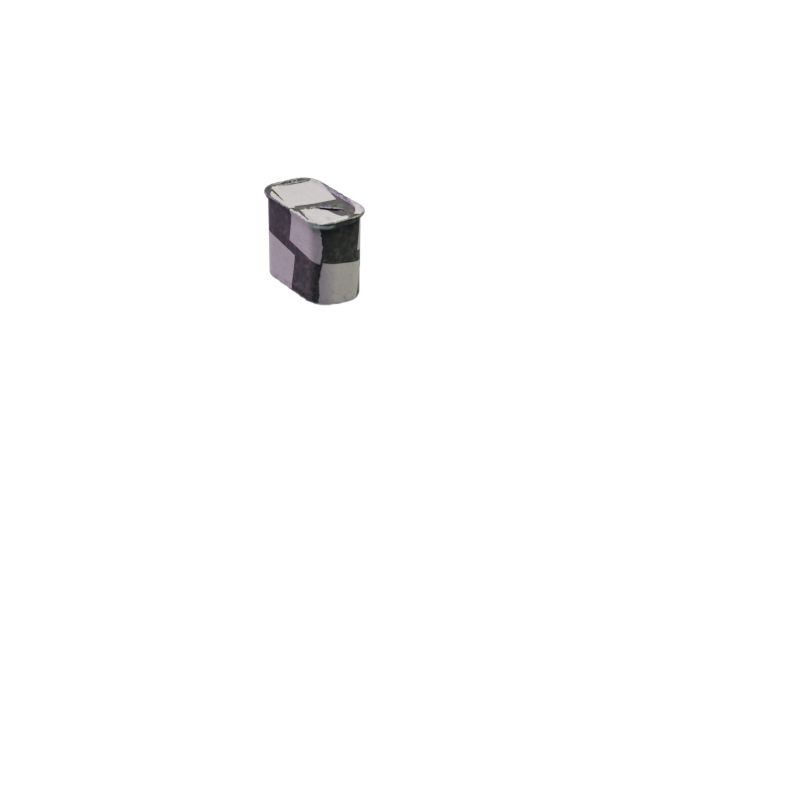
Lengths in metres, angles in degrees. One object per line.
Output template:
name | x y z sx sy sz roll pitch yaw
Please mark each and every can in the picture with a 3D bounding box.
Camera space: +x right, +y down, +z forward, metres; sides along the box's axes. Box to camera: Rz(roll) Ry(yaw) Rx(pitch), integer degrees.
can | -0.078 -0.142 0.994 0.057 0.079 0.109 -17 35 -31
